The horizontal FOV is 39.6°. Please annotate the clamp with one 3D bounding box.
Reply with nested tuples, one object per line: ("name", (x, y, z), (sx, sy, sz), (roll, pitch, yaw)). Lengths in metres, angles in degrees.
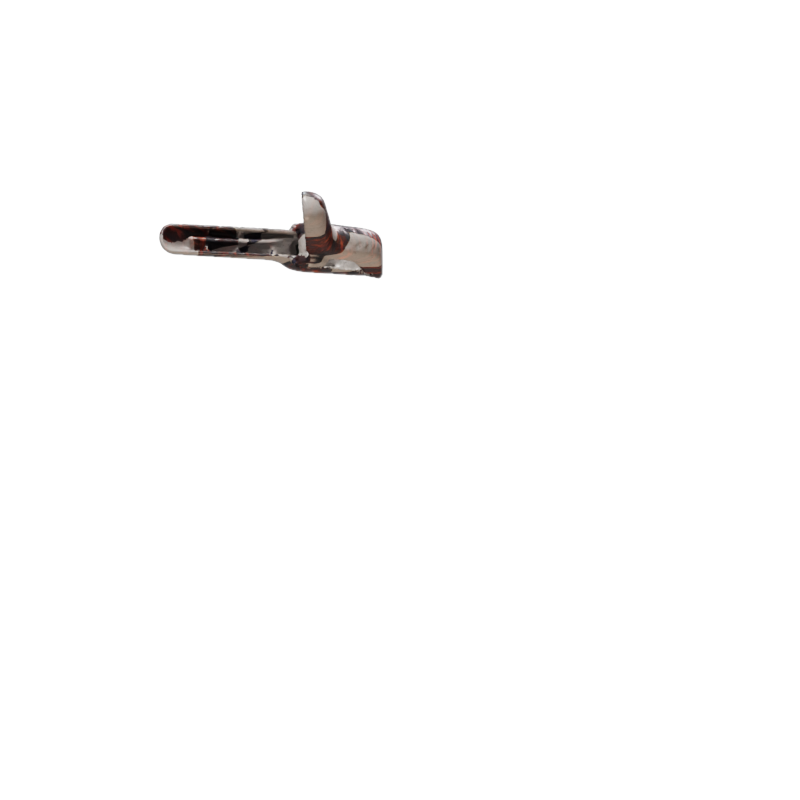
("clamp", (-0.073, -0.134, 0.936), (0.169, 0.037, 0.199), (-5, -8, 43))
